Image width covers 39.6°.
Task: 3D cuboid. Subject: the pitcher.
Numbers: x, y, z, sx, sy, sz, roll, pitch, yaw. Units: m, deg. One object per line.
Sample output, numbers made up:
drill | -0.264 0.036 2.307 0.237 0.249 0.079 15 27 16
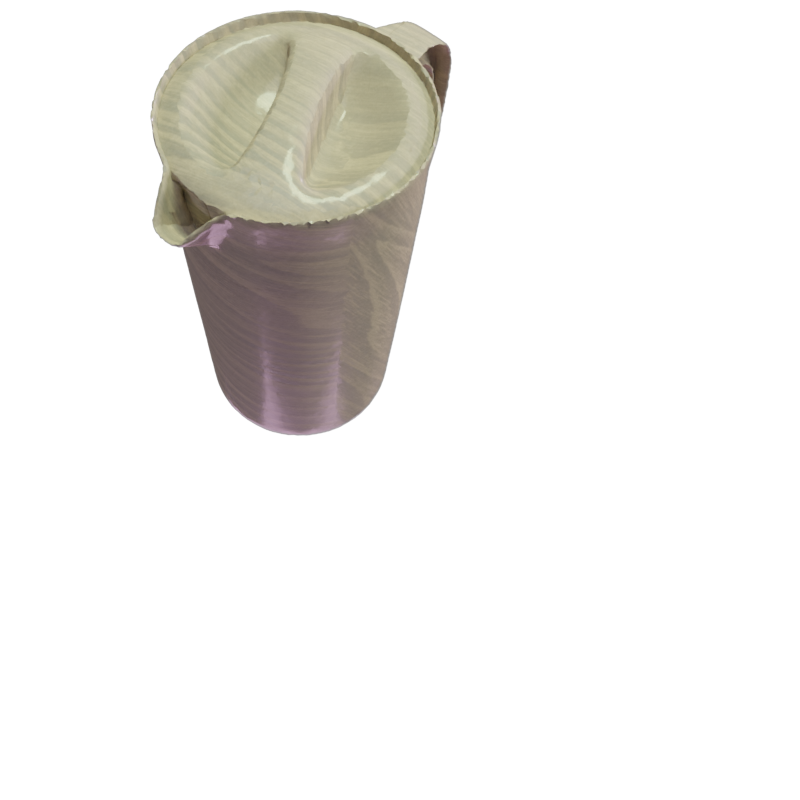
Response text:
pitcher | -0.047 -0.086 0.604 0.149 0.155 0.228 -2 -31 -4
